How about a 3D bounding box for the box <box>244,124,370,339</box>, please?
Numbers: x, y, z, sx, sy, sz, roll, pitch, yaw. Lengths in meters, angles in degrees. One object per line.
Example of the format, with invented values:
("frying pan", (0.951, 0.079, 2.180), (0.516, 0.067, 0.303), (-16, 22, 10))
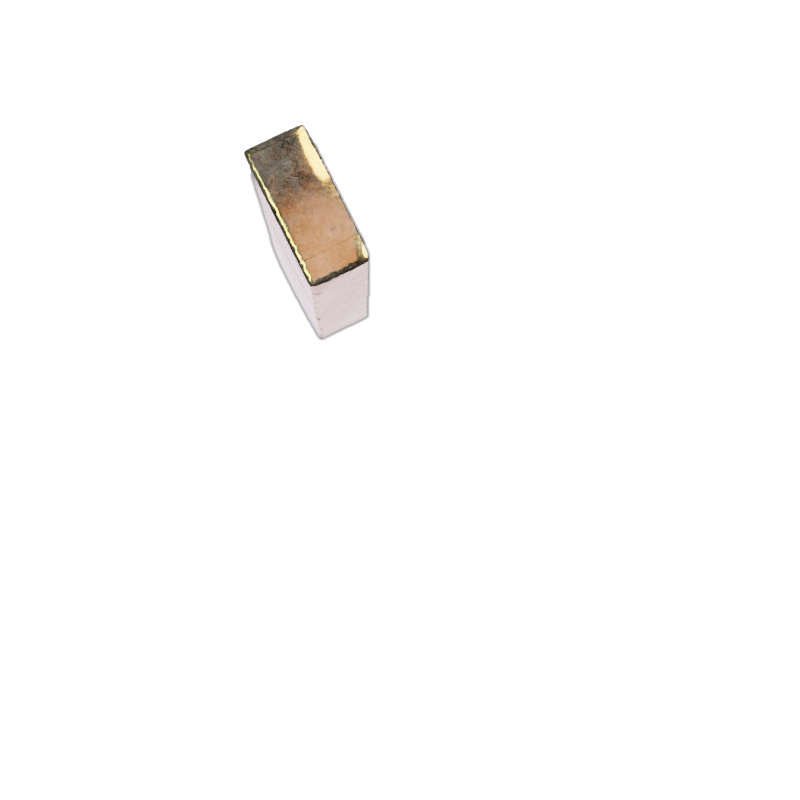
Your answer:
("box", (-0.056, -0.102, 0.715), (0.048, 0.096, 0.172), (-25, -7, -7))
